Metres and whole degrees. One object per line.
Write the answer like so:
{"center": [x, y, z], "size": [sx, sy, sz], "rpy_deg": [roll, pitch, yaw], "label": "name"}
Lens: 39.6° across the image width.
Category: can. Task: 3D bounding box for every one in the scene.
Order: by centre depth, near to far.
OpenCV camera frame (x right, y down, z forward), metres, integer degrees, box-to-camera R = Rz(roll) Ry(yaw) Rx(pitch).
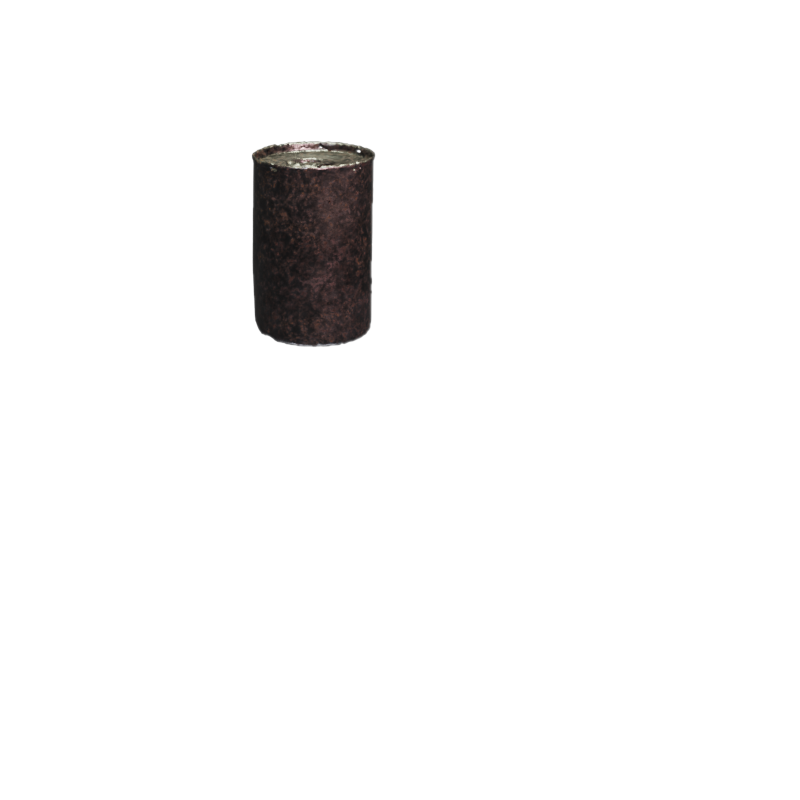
{"center": [-0.049, -0.089, 0.624], "size": [0.068, 0.098, 0.072], "rpy_deg": [0, 19, -2], "label": "can"}
